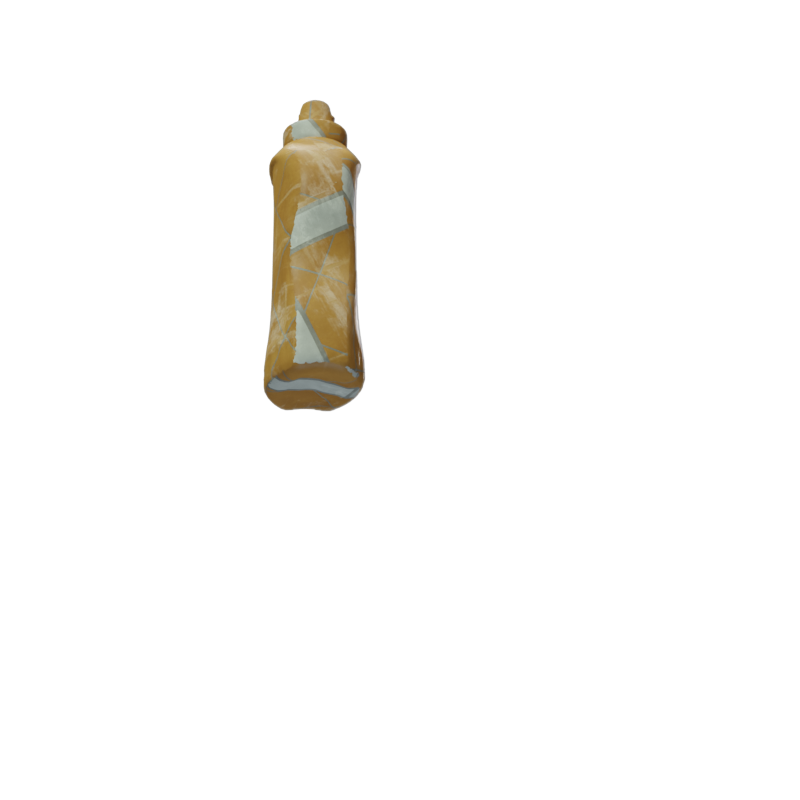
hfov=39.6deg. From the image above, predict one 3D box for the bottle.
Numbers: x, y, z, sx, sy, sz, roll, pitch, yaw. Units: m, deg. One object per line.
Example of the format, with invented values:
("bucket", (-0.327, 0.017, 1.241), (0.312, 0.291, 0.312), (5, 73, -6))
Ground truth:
("bottle", (-0.052, -0.096, 0.676), (0.058, 0.202, 0.092), (1, -22, -7))
